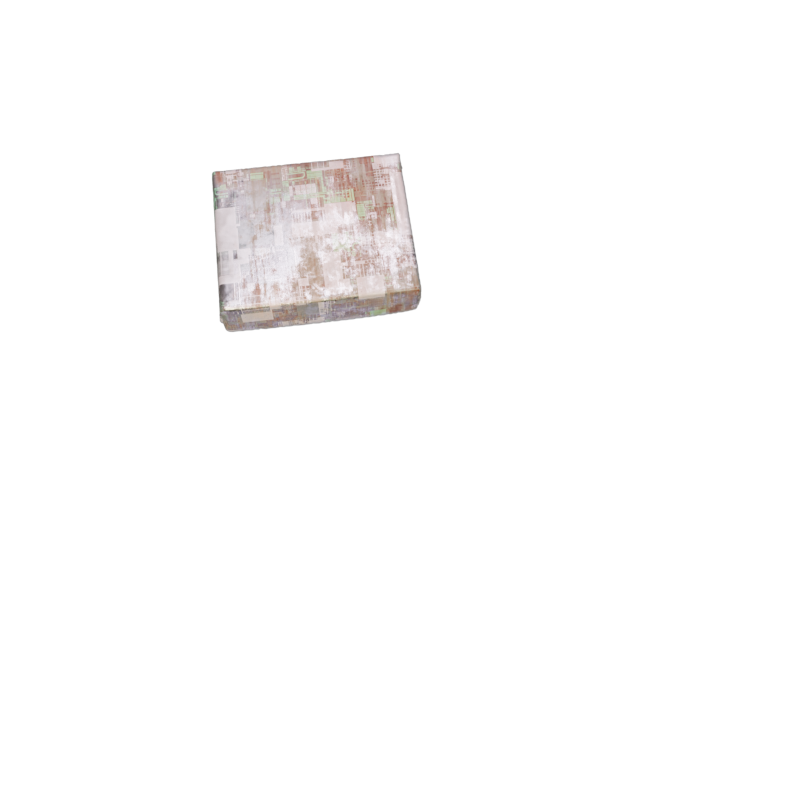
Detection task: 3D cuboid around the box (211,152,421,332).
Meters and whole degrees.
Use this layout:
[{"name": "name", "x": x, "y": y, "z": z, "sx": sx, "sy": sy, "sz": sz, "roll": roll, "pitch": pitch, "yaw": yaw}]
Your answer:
[{"name": "box", "x": -0.050, "y": -0.091, "z": 0.635, "sx": 0.113, "sy": 0.095, "sz": 0.037, "roll": -6, "pitch": -25, "yaw": -3}]
